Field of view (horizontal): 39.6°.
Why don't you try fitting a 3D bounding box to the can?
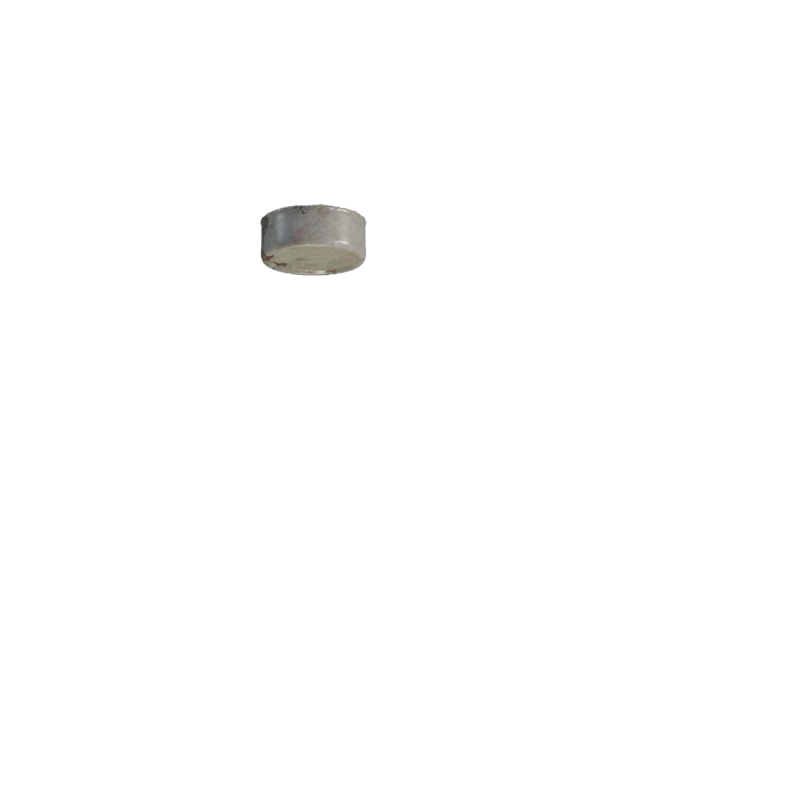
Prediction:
[{"bbox_3d":[-0.070,-0.127,0.891,0.086,0.035,0.083,0,-12,-2],"label":"can"}]
